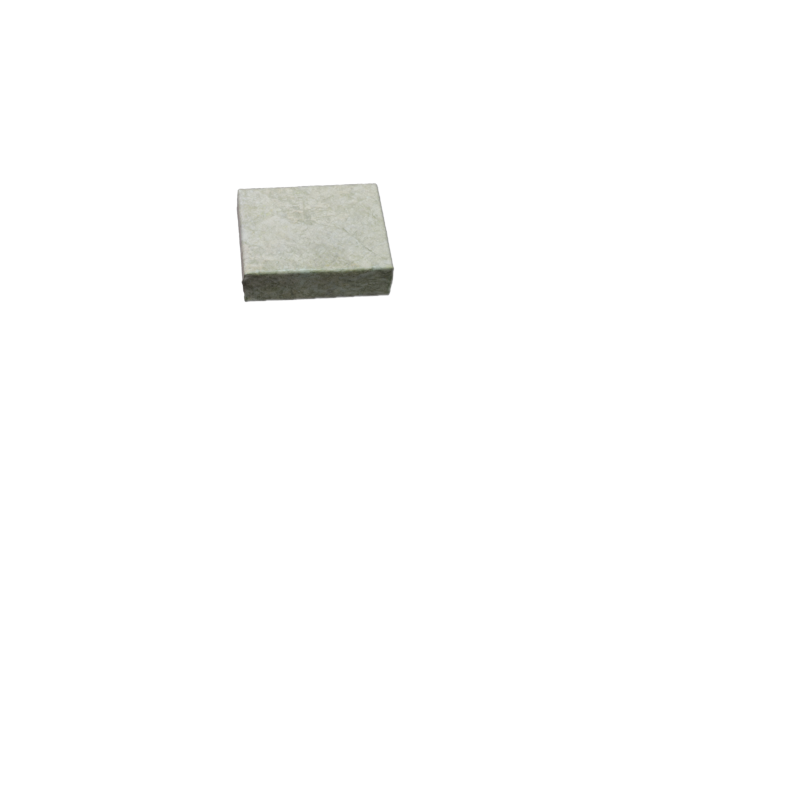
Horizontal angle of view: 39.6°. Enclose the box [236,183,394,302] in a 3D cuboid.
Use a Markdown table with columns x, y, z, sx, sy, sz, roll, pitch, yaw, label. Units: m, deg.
| x | y | z | sx | sy | sz | roll | pitch | yaw | label |
| --- | --- | --- | --- | --- | --- | --- | --- | --- | --- |
| -0.066 | -0.121 | 0.845 | 0.113 | 0.097 | 0.036 | -5 | -40 | -5 | box |
